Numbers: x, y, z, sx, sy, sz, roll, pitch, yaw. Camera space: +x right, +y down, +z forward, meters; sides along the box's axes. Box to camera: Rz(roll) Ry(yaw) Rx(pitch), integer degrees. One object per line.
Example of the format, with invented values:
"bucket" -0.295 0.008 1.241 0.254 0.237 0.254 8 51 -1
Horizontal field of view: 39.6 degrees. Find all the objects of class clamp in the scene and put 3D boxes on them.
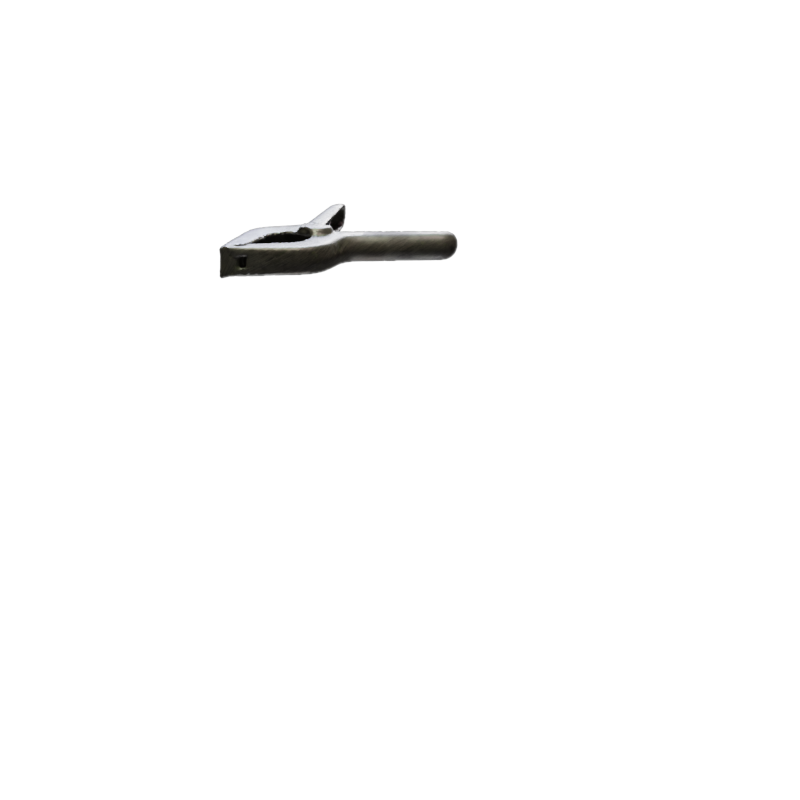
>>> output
"clamp" -0.078 -0.142 0.997 0.205 0.035 0.175 -14 25 -32
